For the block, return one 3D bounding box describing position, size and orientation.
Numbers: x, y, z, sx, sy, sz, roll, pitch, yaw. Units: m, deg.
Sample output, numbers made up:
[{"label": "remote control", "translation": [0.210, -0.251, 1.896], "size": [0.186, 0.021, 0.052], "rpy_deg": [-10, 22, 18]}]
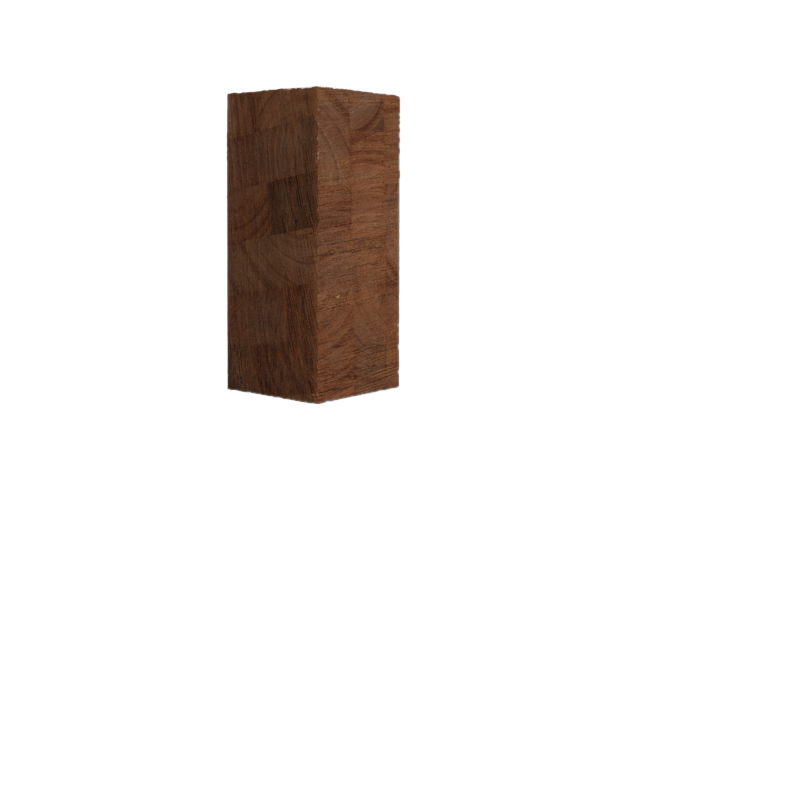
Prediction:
[{"label": "block", "translation": [-0.061, -0.111, 0.777], "size": [0.094, 0.205, 0.088], "rpy_deg": [3, 5, 39]}]
